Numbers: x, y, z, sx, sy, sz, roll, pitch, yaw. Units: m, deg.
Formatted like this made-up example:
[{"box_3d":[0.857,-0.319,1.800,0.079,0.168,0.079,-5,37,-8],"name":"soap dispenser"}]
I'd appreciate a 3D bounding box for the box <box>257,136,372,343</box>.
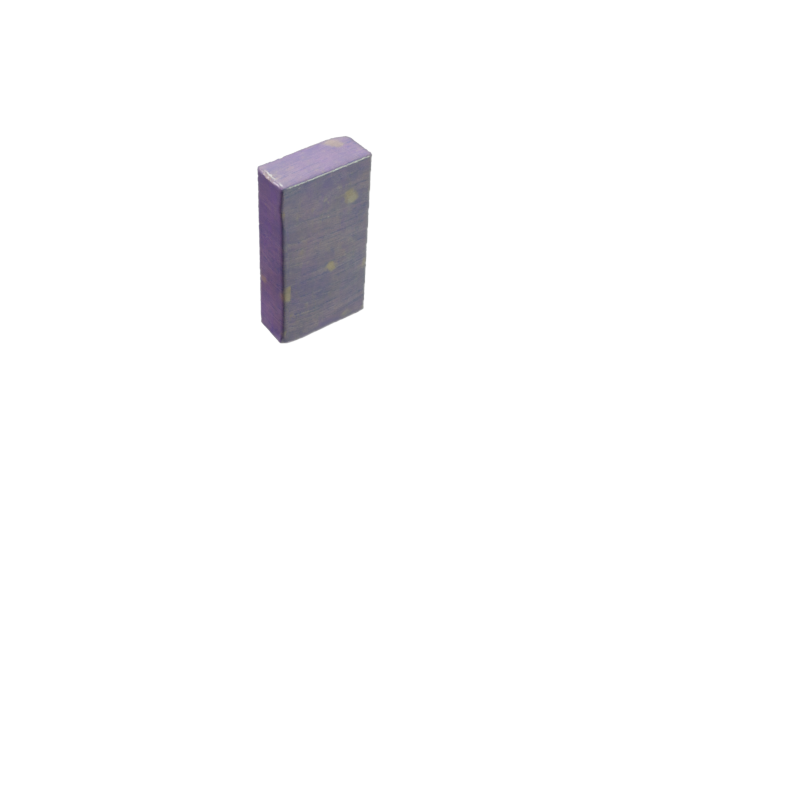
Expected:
[{"box_3d":[-0.076,-0.138,0.965,0.093,0.164,0.052,-25,48,-29],"name":"box"}]
